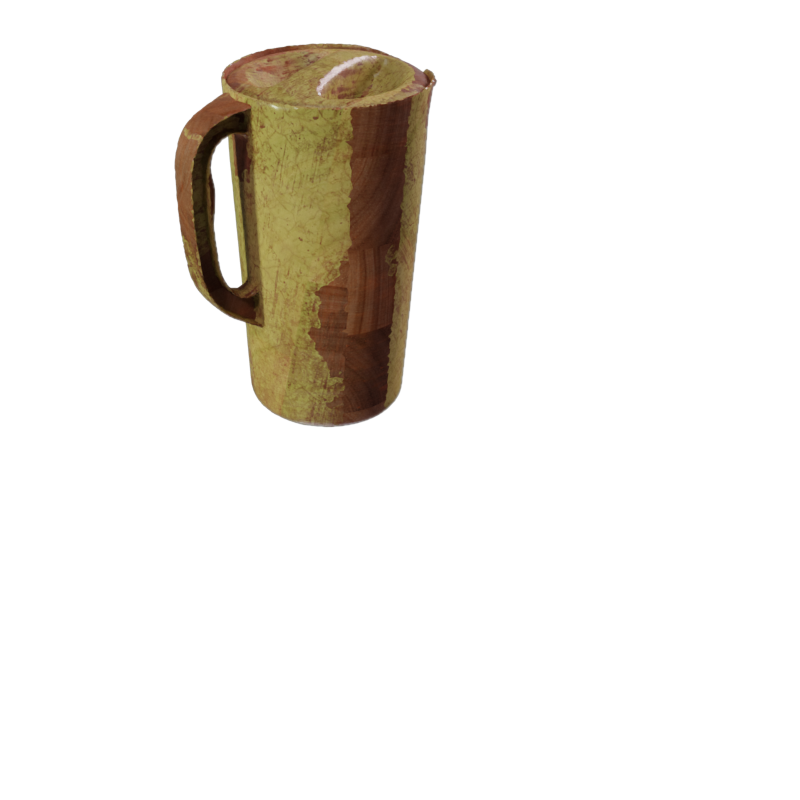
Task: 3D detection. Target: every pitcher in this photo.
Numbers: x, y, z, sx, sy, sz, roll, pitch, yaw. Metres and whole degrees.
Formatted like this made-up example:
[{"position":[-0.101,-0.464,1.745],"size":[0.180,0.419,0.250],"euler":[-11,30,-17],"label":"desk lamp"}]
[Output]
[{"position":[-0.058,-0.105,0.735],"size":[0.151,0.229,0.152],"euler":[5,29,6],"label":"pitcher"}]
